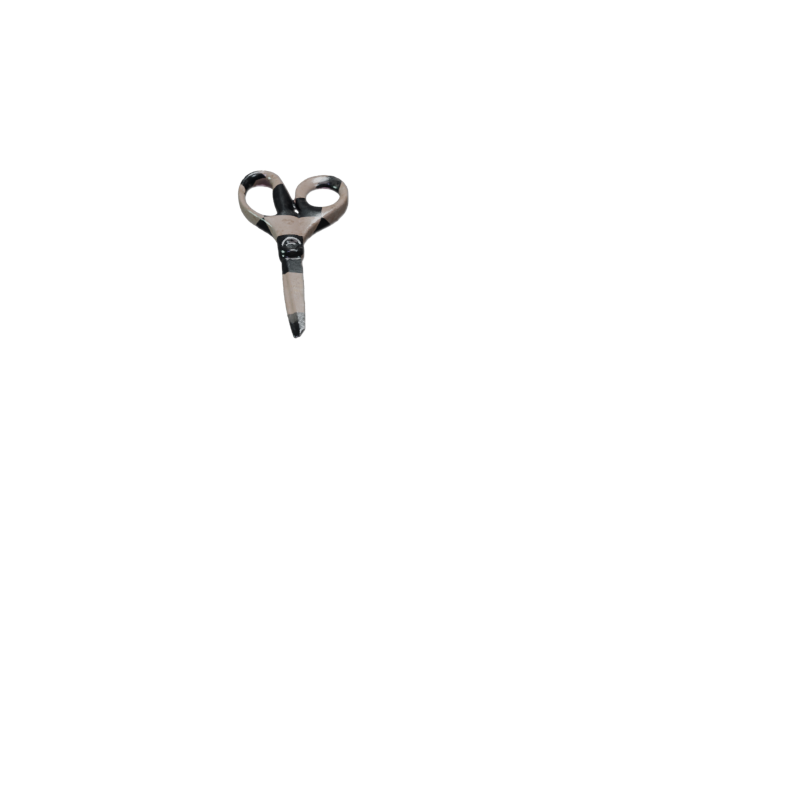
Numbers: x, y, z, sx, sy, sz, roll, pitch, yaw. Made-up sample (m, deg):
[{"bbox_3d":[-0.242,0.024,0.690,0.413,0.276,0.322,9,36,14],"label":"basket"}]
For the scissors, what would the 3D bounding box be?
[{"bbox_3d":[-0.065,-0.118,0.829,0.095,0.015,0.219,-14,43,-16],"label":"scissors"}]
